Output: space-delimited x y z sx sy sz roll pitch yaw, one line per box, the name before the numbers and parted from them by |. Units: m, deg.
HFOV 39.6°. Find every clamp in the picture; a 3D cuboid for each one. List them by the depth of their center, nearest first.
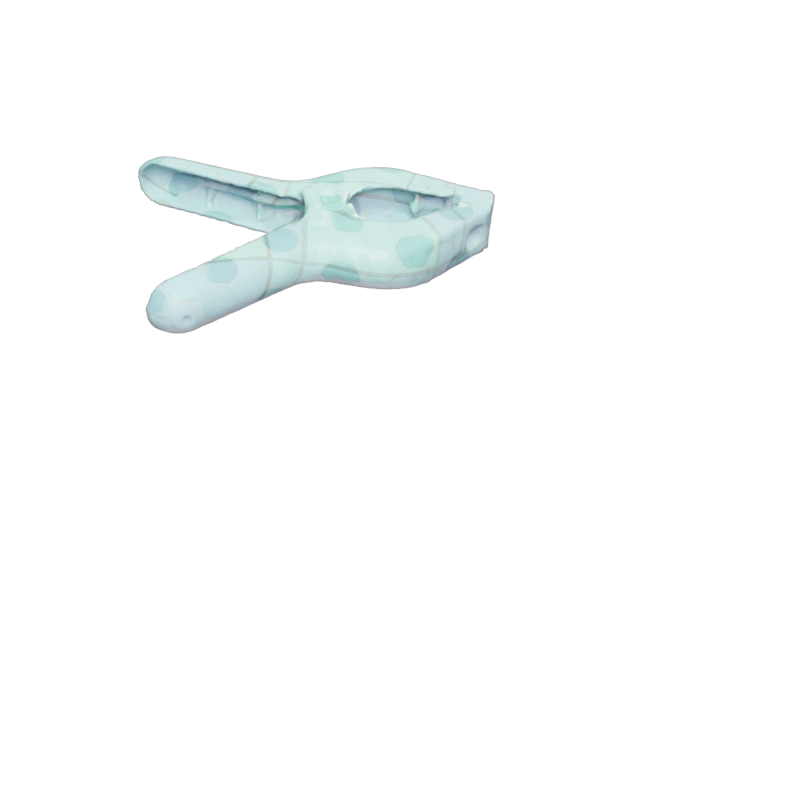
clamp | -0.040 -0.072 0.506 0.171 0.129 0.036 -1 -45 -1
